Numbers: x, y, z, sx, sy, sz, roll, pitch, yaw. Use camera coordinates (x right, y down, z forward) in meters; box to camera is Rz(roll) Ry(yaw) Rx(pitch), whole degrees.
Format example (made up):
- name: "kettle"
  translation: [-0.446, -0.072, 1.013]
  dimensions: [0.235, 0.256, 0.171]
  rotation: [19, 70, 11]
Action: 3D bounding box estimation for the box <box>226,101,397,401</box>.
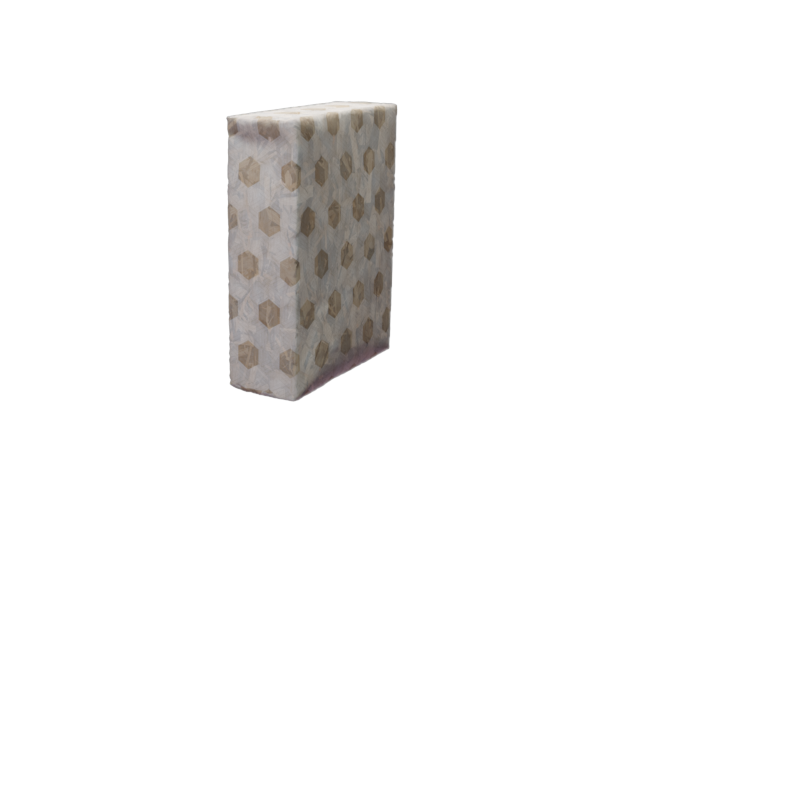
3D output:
- name: "box"
  translation: [-0.069, -0.127, 0.887]
  dimensions: [0.075, 0.207, 0.163]
  rotation: [7, 16, 26]
